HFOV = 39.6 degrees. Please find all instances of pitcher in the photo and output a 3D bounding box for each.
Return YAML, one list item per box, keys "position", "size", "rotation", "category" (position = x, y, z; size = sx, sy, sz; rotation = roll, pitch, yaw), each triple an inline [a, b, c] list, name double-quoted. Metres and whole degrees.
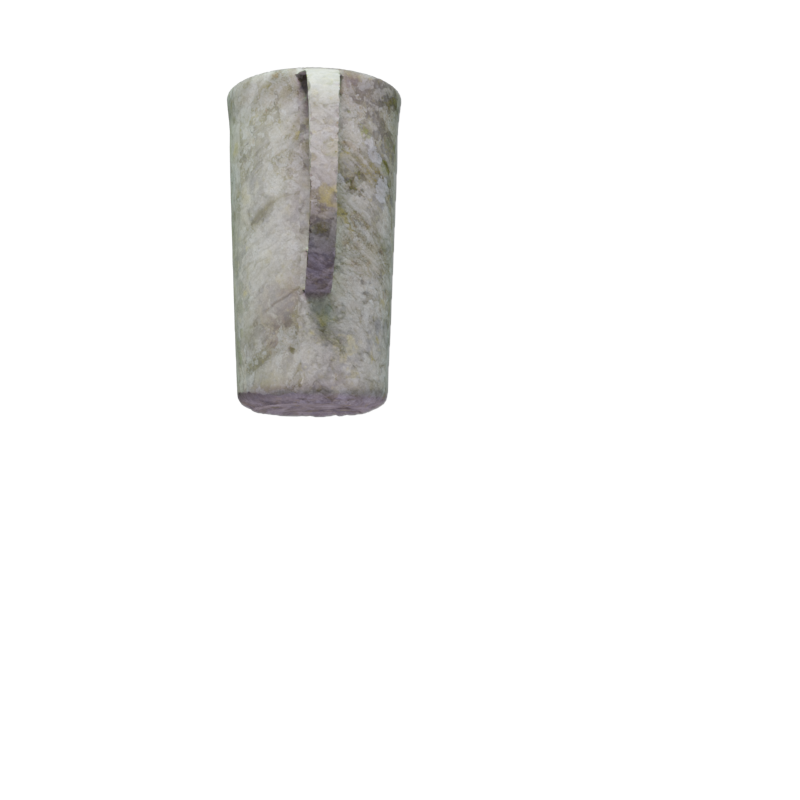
- position: [-0.063, -0.116, 0.810]
  size: [0.148, 0.251, 0.141]
  rotation: [-10, -16, 36]
  category: "pitcher"
